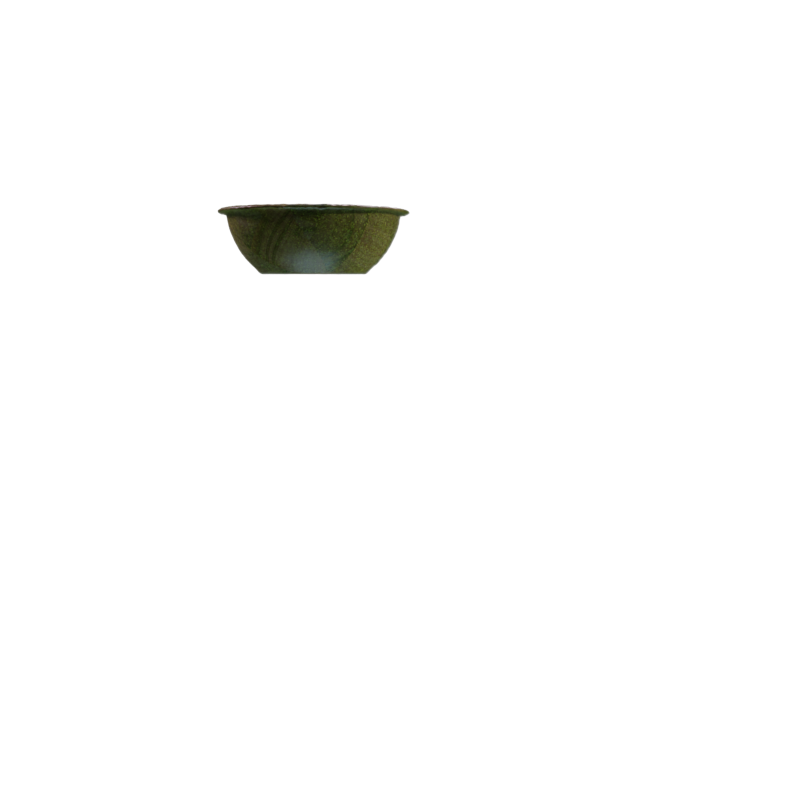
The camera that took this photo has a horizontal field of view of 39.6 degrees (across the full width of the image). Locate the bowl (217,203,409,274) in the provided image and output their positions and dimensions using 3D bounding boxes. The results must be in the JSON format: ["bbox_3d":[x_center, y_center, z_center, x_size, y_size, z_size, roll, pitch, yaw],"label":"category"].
[{"bbox_3d":[-0.073,-0.134,0.938,0.162,0.055,0.163,0,6,-2],"label":"bowl"}]
